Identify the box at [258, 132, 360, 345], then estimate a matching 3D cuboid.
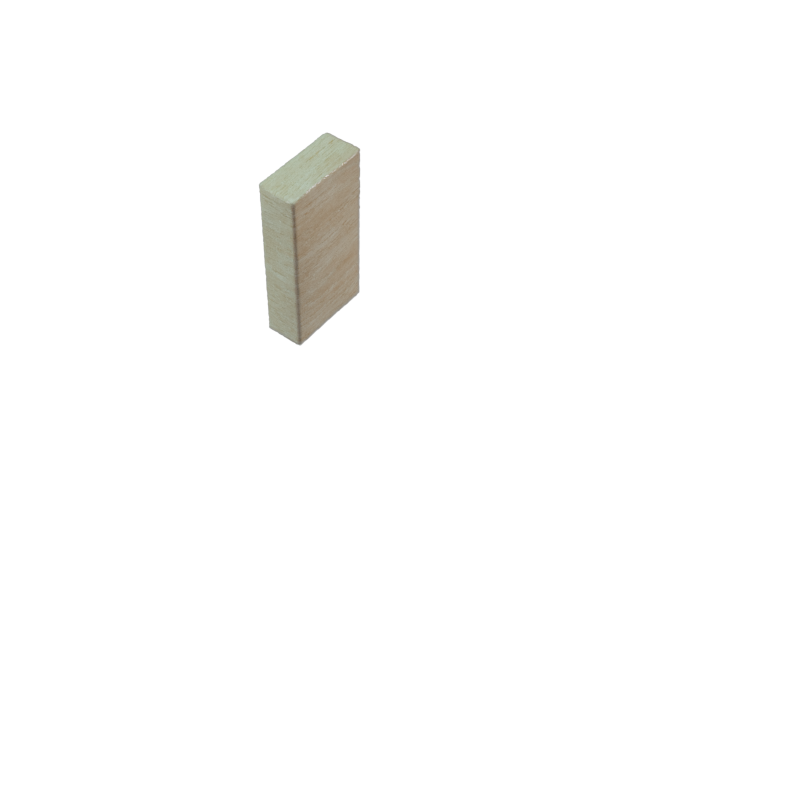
[{"bbox_3d":[-0.077,-0.141,0.989,0.051,0.164,0.095,31,54,21],"label":"box"}]
